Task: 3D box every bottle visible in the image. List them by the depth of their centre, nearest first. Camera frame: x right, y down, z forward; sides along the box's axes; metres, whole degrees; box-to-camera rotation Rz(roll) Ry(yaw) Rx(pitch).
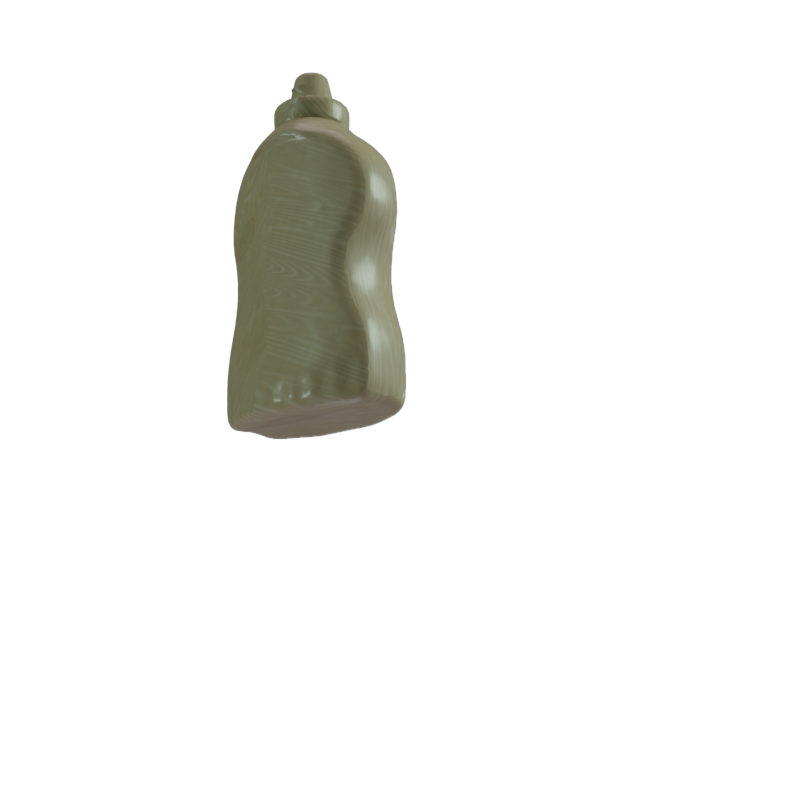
[{"bbox_3d":[-0.045,-0.082,0.573,0.097,0.201,0.055,-18,-26,39],"label":"bottle"}]
